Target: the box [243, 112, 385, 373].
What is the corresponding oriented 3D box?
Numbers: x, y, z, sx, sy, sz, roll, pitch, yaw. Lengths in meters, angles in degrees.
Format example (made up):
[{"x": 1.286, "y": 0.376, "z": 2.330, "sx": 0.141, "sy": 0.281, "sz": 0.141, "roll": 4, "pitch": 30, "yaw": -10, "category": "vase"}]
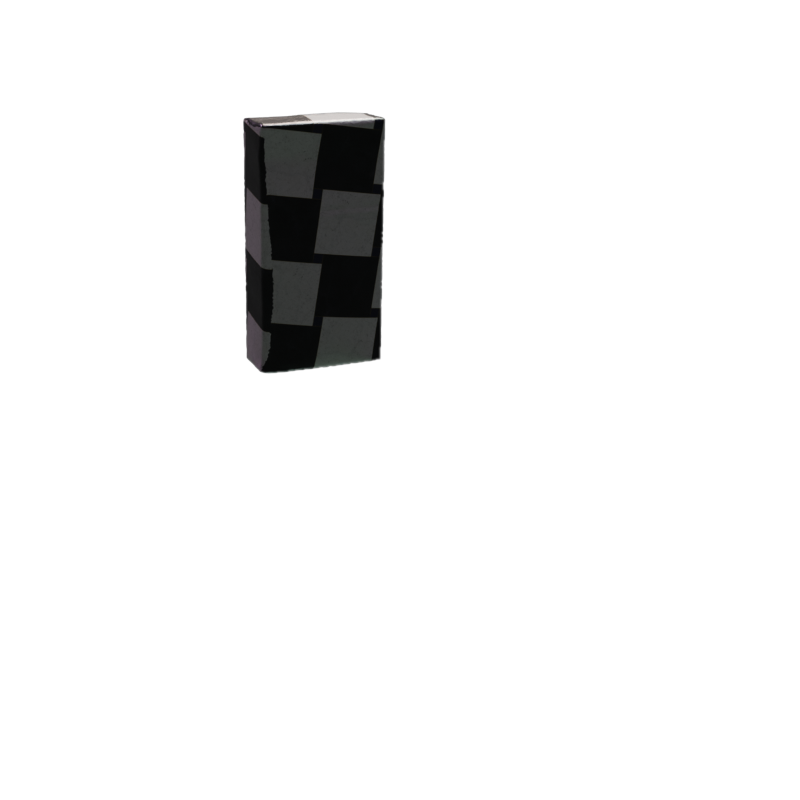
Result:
[{"x": -0.061, "y": -0.111, "z": 0.776, "sx": 0.091, "sy": 0.171, "sz": 0.051, "roll": -6, "pitch": 15, "yaw": -23, "category": "box"}]
